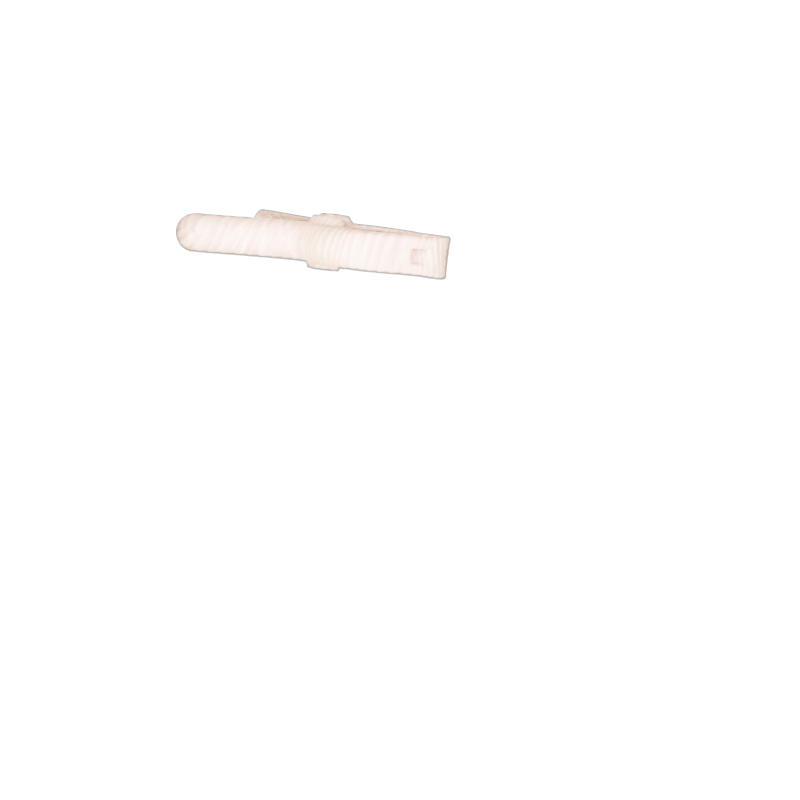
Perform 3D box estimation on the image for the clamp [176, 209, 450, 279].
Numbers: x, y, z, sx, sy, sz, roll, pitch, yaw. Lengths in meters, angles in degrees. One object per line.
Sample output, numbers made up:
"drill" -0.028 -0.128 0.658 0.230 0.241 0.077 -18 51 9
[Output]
"clamp" -0.056 -0.103 0.721 0.179 0.038 0.119 10 19 30
